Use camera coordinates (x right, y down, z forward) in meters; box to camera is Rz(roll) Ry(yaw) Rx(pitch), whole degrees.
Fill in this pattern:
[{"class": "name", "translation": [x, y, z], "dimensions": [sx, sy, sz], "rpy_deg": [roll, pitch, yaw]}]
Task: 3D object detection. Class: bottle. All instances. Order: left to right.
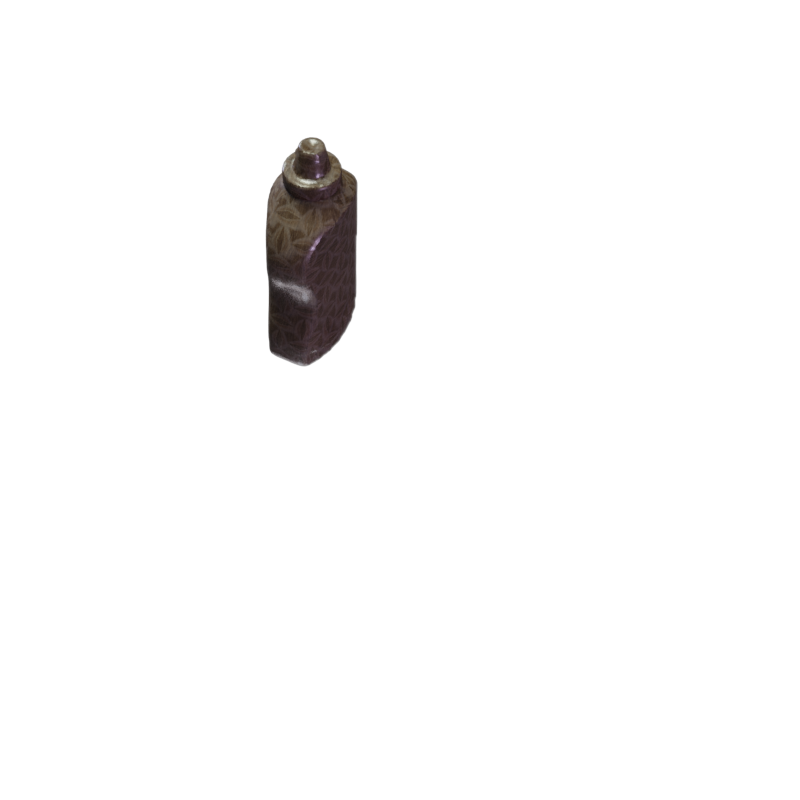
[{"class": "bottle", "translation": [-0.064, -0.115, 0.807], "dimensions": [0.060, 0.100, 0.179], "rpy_deg": [22, -35, 12]}]
